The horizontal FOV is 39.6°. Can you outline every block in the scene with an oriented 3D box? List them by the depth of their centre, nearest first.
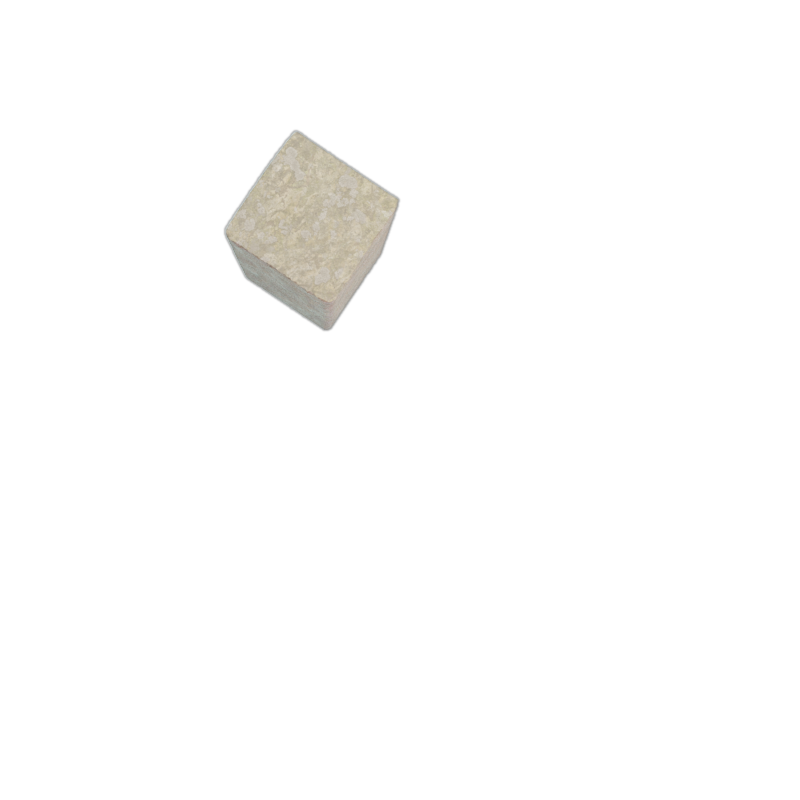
[{"bbox_3d":[-0.067,-0.121,0.852,0.091,0.091,0.204,34,-5,-1],"label":"block"}]
